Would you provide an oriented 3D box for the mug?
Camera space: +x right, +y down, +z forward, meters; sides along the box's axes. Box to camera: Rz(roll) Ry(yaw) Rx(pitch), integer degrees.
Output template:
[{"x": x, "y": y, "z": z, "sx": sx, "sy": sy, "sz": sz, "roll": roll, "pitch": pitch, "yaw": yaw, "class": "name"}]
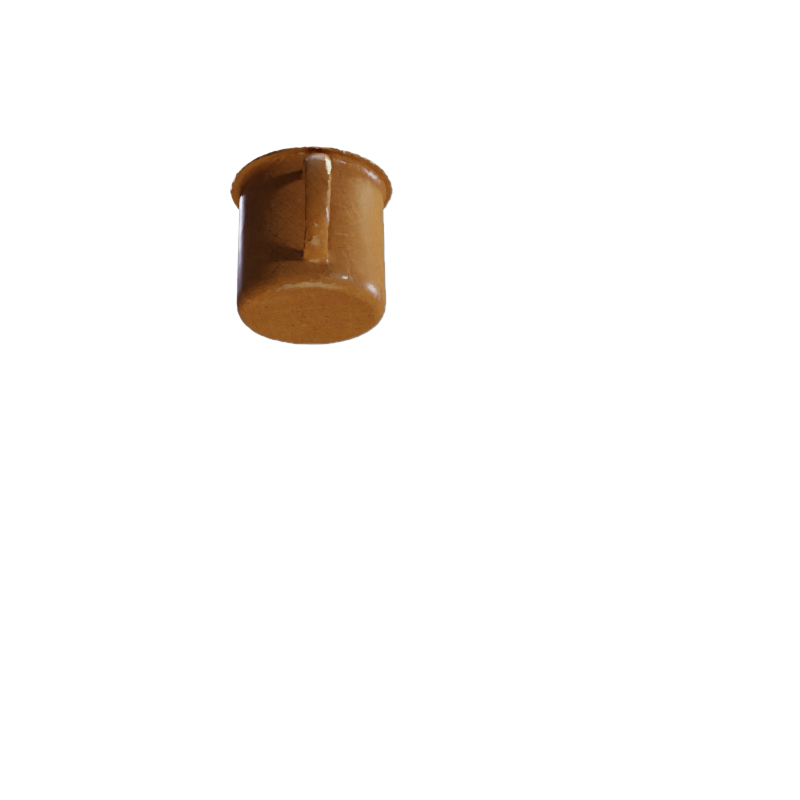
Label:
[{"x": -0.048, "y": -0.087, "z": 0.609, "sx": 0.092, "sy": 0.086, "sz": 0.112, "roll": 3, "pitch": -25, "yaw": -8, "class": "mug"}]
